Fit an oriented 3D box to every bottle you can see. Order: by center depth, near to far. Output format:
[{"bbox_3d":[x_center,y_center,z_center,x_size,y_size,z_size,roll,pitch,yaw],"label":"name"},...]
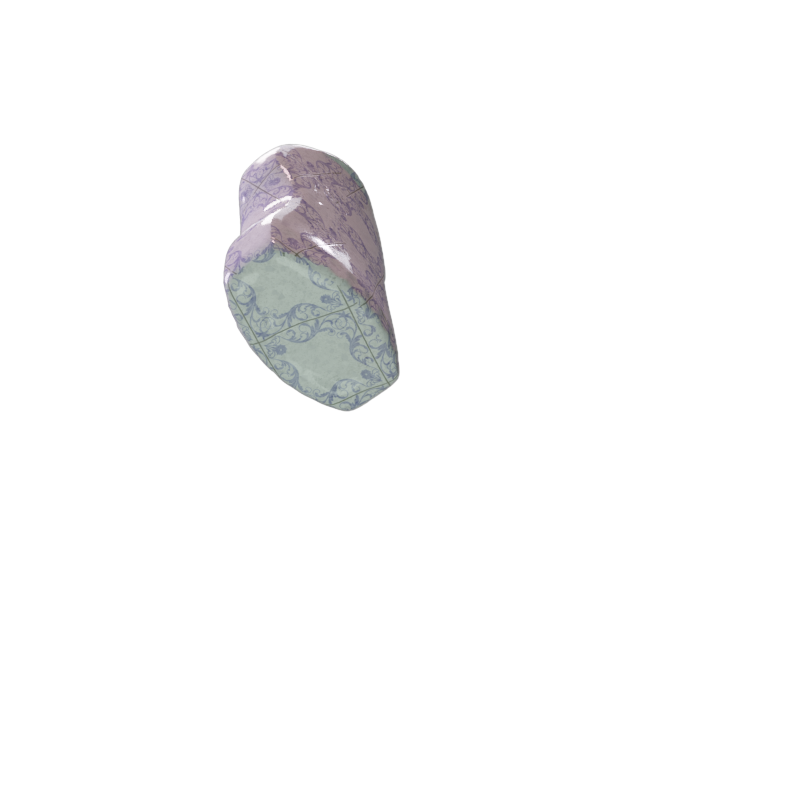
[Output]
[{"bbox_3d":[-0.045,-0.084,0.583,0.058,0.091,0.204,-37,27,18],"label":"bottle"}]
